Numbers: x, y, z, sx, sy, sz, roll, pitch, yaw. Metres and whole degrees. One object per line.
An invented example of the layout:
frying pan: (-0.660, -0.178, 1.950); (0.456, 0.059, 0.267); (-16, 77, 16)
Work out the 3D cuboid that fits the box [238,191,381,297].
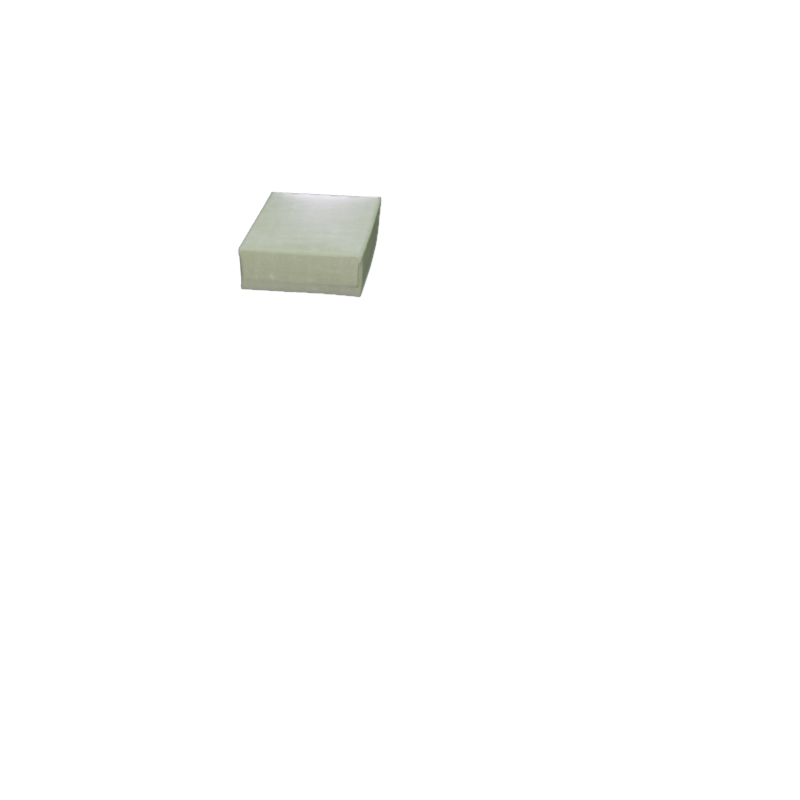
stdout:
box: (-0.065, -0.119, 0.833); (0.091, 0.037, 0.119); (4, 29, 7)
